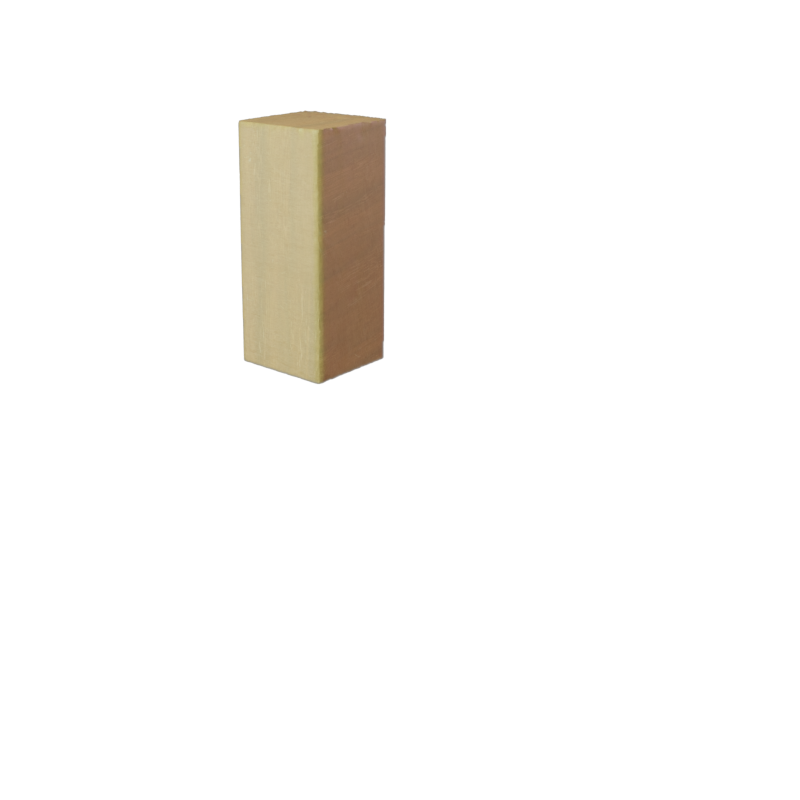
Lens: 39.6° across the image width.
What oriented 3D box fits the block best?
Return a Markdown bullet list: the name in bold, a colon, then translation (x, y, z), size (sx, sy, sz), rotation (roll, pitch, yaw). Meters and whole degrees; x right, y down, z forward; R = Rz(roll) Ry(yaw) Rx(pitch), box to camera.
- **block**: translation (-0.073, -0.132, 0.925), size (0.095, 0.199, 0.089), rotation (13, 20, 37)
